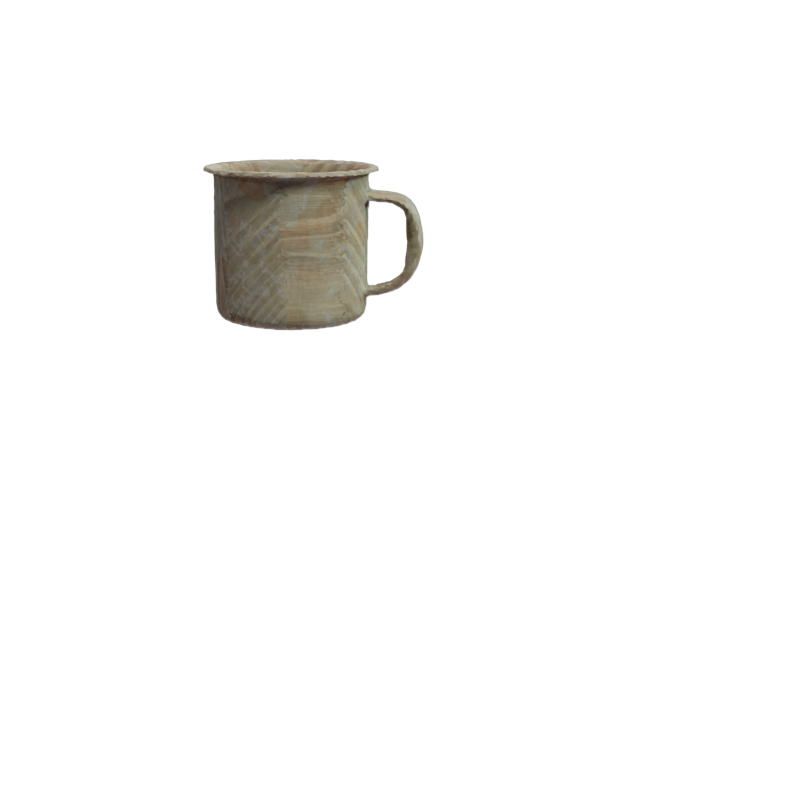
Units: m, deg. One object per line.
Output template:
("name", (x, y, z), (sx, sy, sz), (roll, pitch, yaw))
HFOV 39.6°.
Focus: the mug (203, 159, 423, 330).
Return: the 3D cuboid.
("mug", (-0.046, -0.084, 0.591), (0.118, 0.079, 0.095), (2, 13, 7))
